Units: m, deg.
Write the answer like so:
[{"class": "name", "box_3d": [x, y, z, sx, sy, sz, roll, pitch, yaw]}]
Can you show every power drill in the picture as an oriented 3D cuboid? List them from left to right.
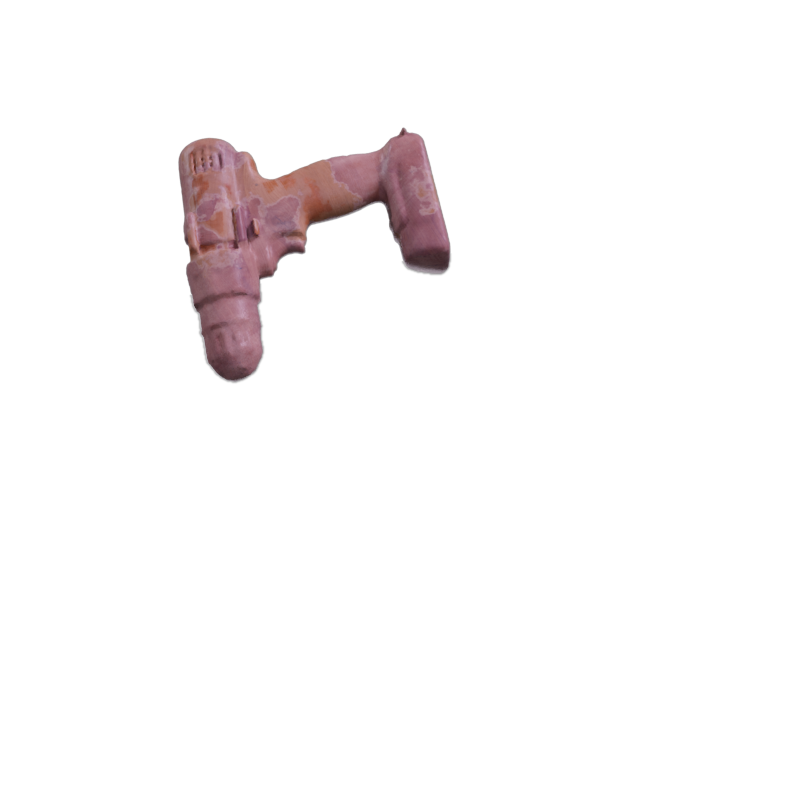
[{"class": "power drill", "box_3d": [-0.063, -0.114, 0.801, 0.187, 0.194, 0.055, -10, -19, -4]}]
